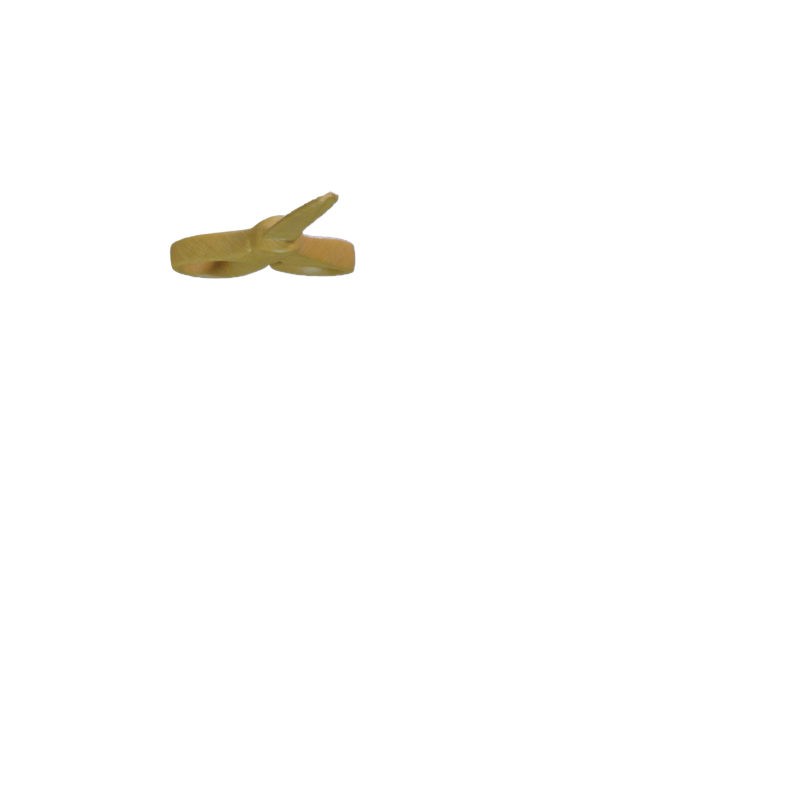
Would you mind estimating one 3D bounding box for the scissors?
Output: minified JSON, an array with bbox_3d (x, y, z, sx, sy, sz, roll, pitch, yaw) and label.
[{"bbox_3d":[-0.037,-0.067,0.469,0.093,0.016,0.207,0,1,-30],"label":"scissors"}]
